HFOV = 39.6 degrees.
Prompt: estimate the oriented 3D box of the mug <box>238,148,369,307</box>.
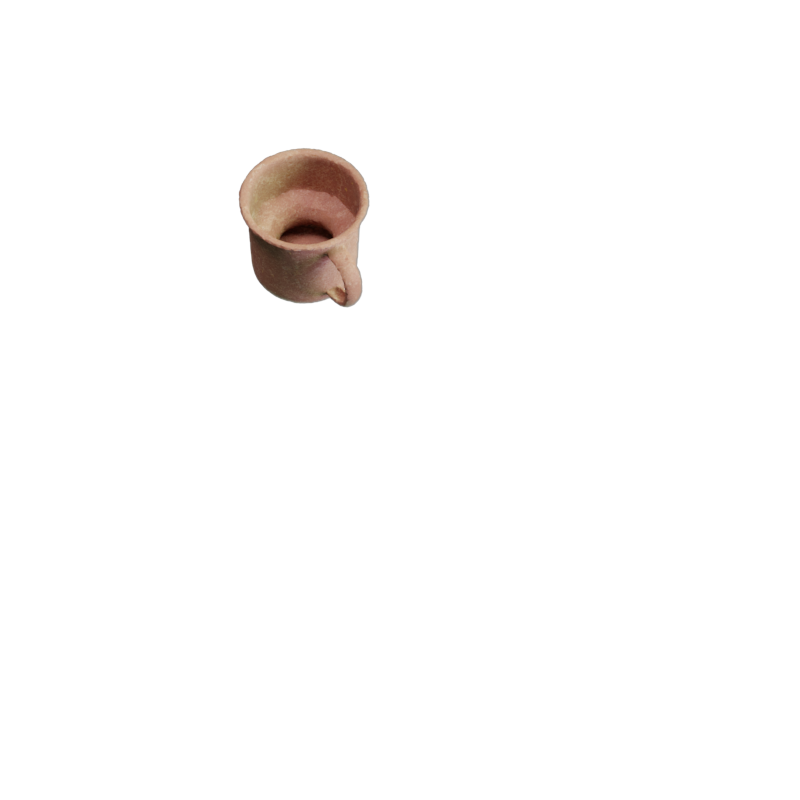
[{"bbox_3d":[-0.064,-0.116,0.814,0.093,0.125,0.076,-30,-28,-19],"label":"mug"}]
